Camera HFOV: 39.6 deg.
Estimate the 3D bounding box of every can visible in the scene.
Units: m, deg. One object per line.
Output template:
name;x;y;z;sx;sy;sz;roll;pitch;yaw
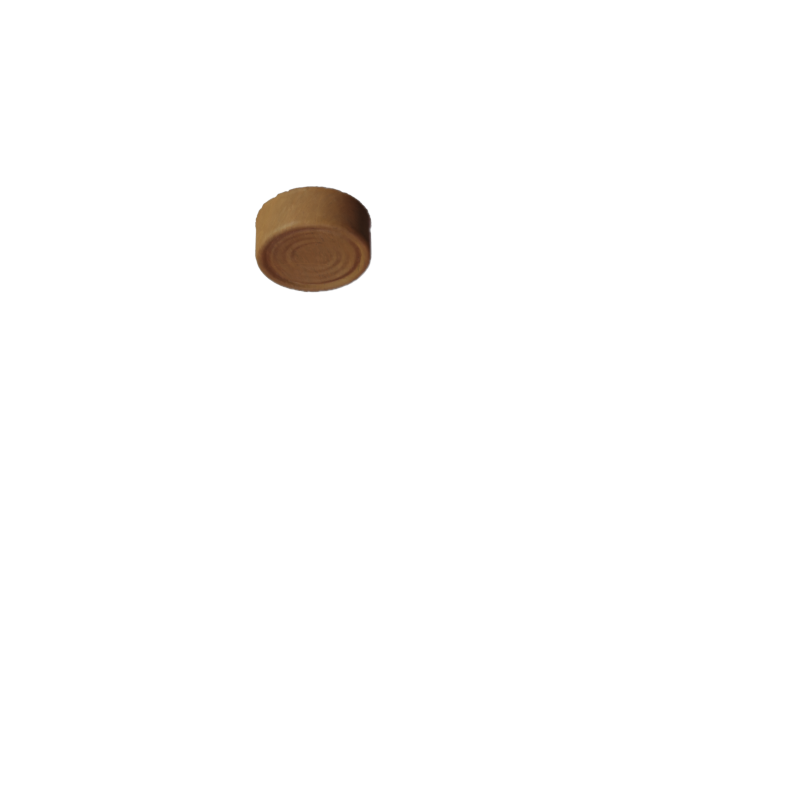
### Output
can;-0.063;-0.115;0.807;0.086;0.036;0.080;1;-33;-2
